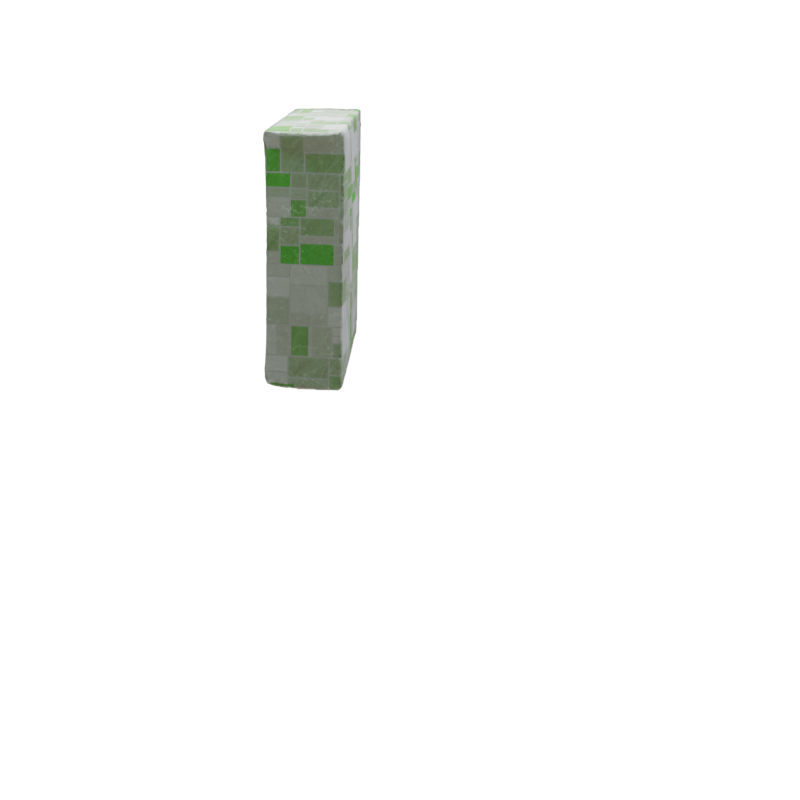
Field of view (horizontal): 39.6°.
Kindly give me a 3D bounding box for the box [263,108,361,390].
[{"bbox_3d":[-0.075,-0.136,0.953,0.072,0.207,0.169,2,16,3],"label":"box"}]
